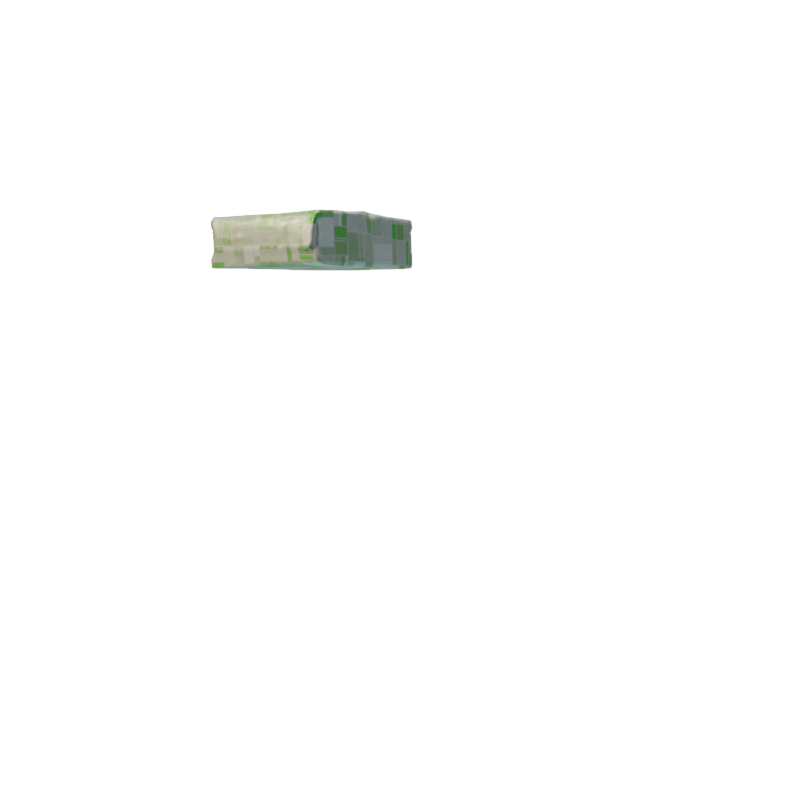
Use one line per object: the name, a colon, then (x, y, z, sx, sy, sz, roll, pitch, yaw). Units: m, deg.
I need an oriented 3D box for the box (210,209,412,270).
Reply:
box: (-0.047, -0.086, 0.603, 0.076, 0.030, 0.086, 3, 5, 36)
